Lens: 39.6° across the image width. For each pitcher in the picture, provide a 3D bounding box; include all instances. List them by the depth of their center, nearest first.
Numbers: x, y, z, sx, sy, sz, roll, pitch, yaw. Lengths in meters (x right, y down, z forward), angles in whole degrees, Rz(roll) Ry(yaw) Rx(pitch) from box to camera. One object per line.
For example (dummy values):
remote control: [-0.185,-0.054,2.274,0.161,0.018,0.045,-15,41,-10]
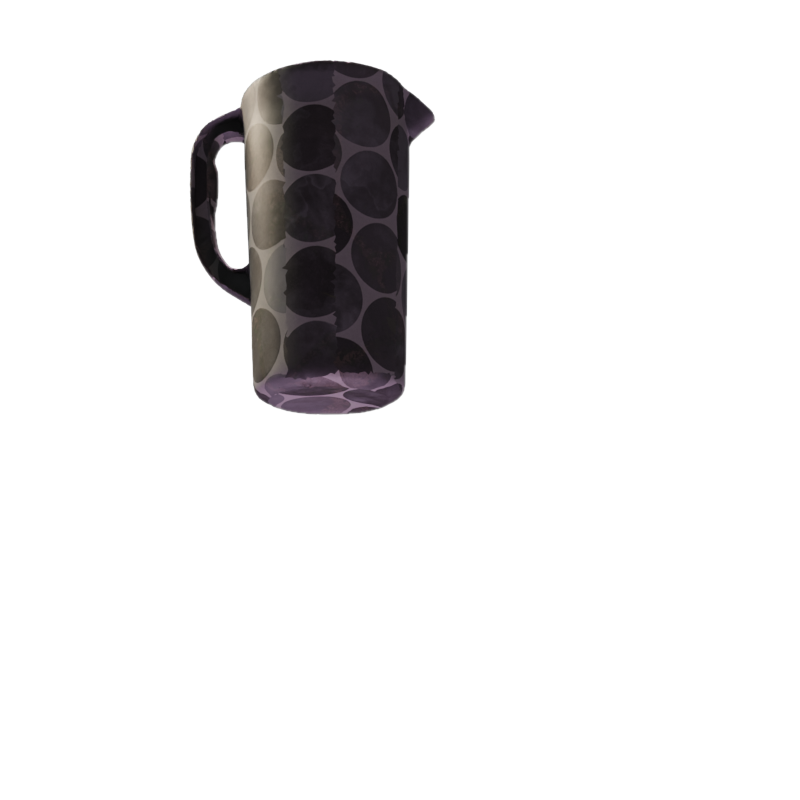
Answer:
pitcher: [-0.065,-0.118,0.825,0.137,0.254,0.150,14,-24,-38]
